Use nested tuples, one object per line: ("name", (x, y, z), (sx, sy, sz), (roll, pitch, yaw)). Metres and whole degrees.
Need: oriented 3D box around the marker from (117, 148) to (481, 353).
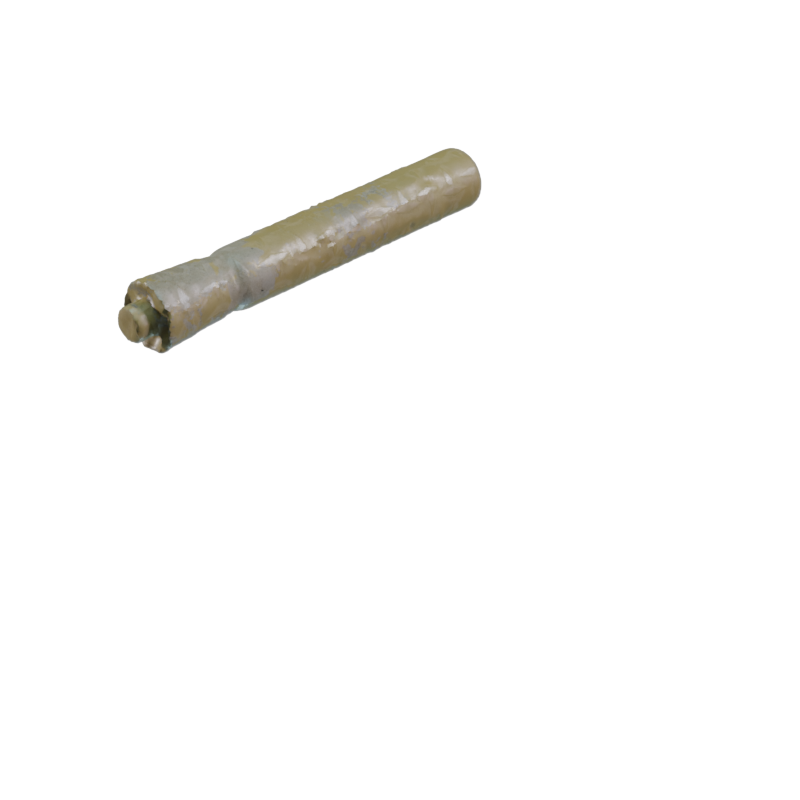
("marker", (-0.023, -0.042, 0.297), (0.021, 0.019, 0.121), (4, 27, 47))
